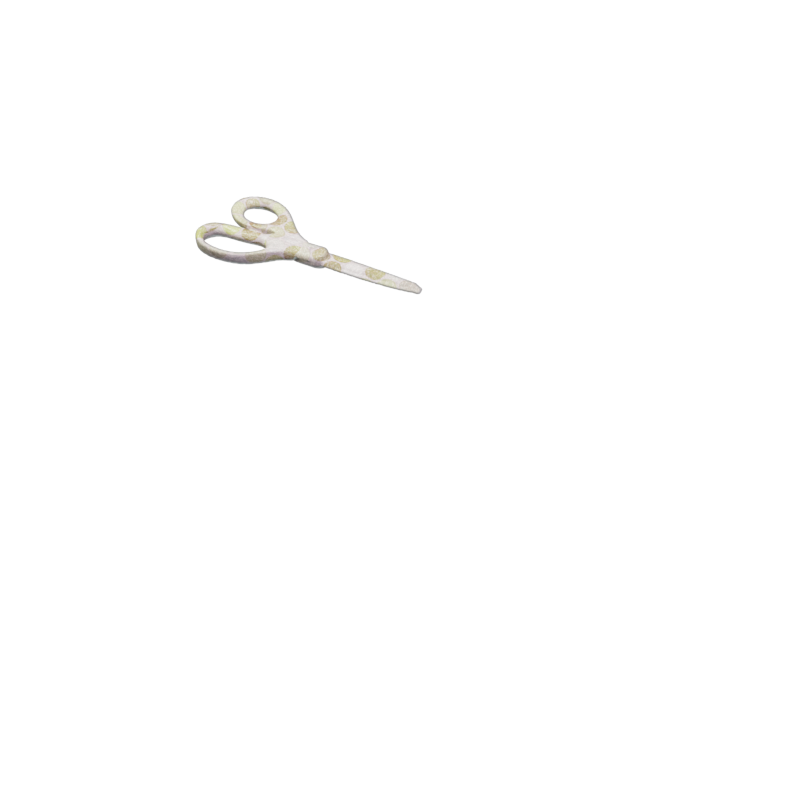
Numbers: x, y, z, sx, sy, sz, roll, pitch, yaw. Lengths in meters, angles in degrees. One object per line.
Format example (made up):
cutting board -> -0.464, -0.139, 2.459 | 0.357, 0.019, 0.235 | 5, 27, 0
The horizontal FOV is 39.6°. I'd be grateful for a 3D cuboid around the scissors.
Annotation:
scissors -> -0.075, -0.137, 0.956 | 0.205, 0.015, 0.101 | 9, 43, 9
